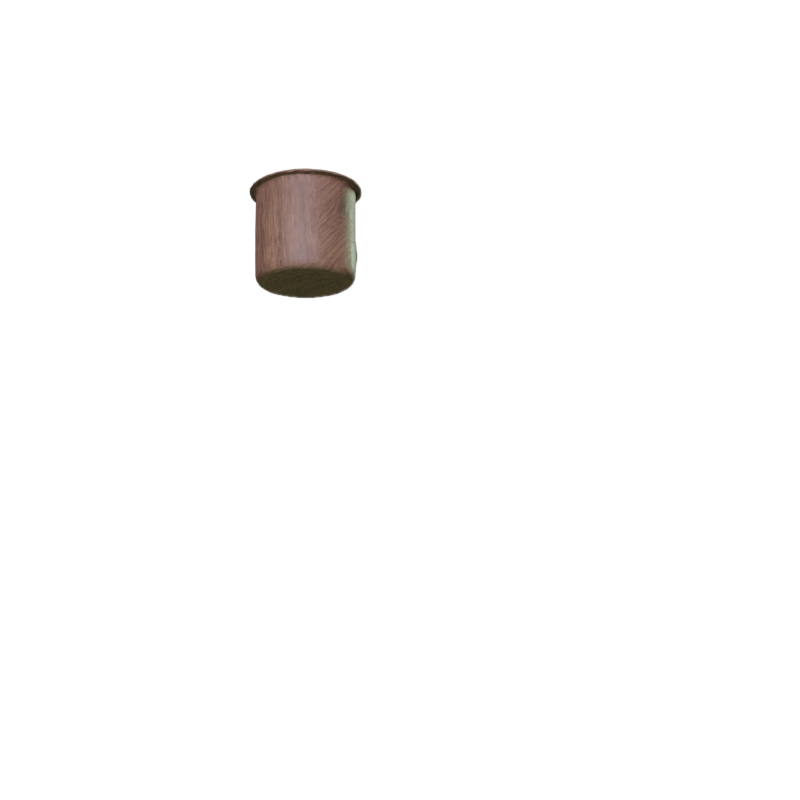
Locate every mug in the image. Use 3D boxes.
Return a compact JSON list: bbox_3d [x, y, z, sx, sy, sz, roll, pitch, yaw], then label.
[{"bbox_3d":[-0.072,-0.131,0.914,0.095,0.085,0.110,-10,-19,28],"label":"mug"}]
